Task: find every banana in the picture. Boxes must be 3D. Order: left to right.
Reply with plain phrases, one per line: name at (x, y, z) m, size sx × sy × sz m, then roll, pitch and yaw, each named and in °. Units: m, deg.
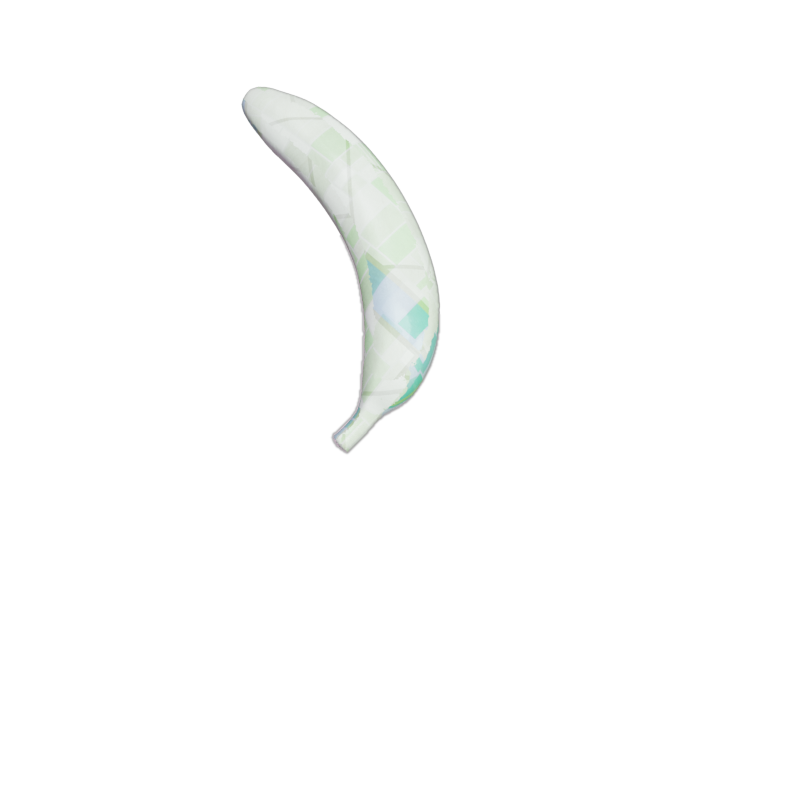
banana at (-0.024, -0.079, 0.547) m, size 0.069 × 0.209 × 0.035 m, roll -14°, pitch -22°, yaw -6°
